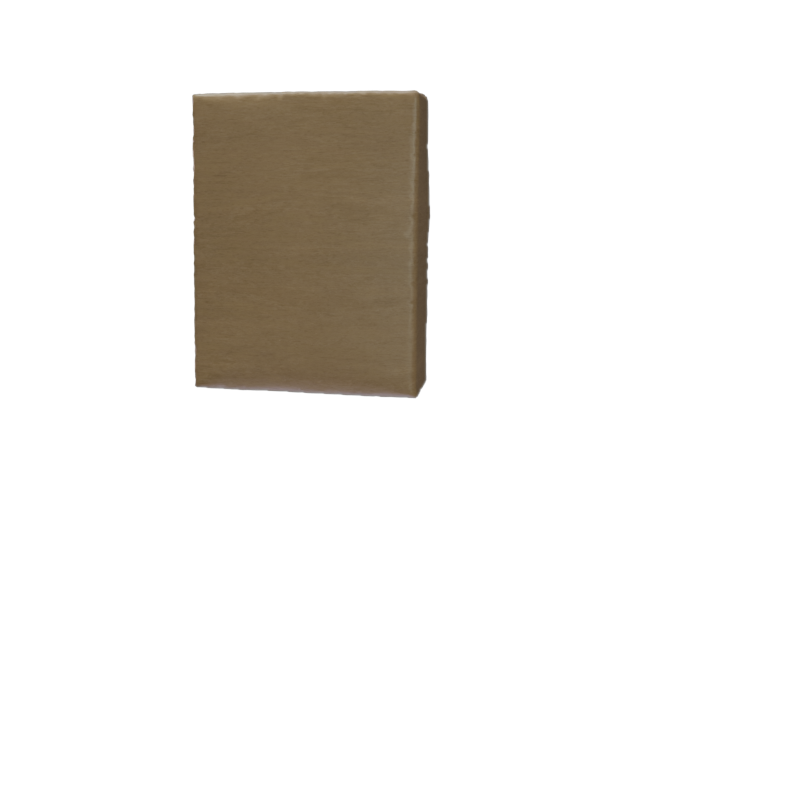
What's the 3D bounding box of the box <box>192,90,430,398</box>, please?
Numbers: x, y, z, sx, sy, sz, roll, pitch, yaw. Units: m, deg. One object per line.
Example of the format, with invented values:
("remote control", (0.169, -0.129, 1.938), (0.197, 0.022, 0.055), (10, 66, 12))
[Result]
("box", (-0.063, -0.115, 0.806), (0.167, 0.211, 0.072), (2, 5, 11))
